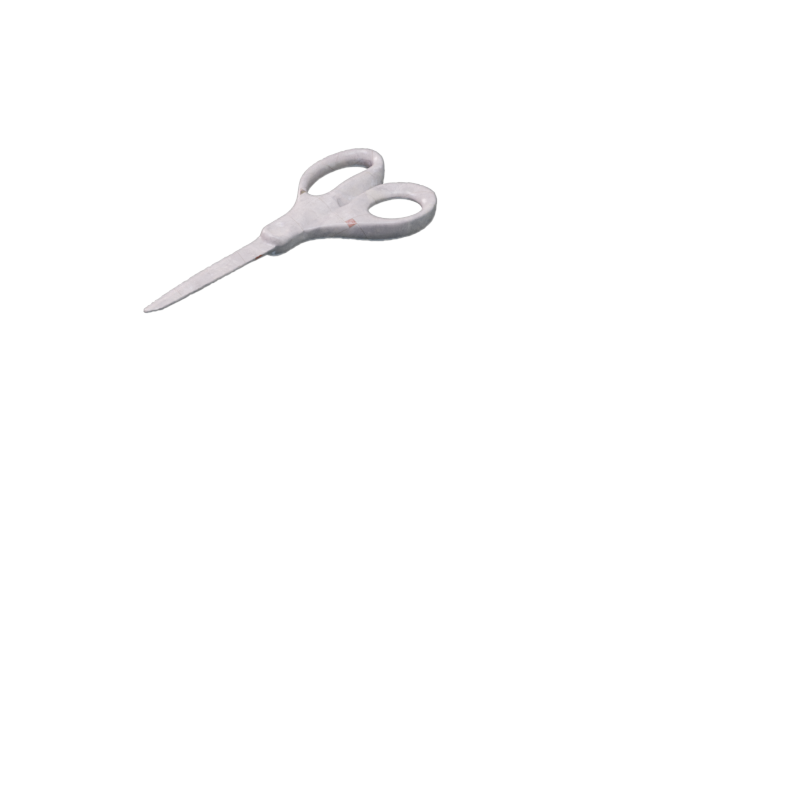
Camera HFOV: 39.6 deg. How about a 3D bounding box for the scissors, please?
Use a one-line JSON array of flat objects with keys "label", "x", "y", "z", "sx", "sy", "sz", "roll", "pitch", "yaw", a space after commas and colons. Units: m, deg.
[{"label": "scissors", "x": -0.050, "y": -0.092, "z": 0.641, "sx": 0.100, "sy": 0.015, "sz": 0.208, "roll": 18, "pitch": 44, "yaw": 20}]
